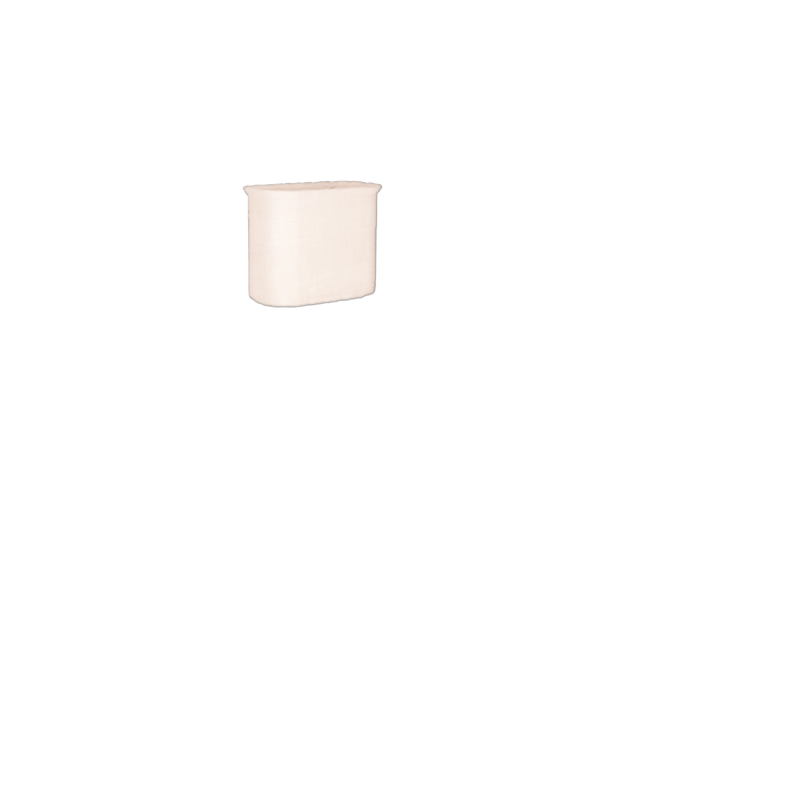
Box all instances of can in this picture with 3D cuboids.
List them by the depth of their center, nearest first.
[{"bbox_3d":[-0.064,-0.116,0.814,0.099,0.082,0.060,-9,14,-36],"label":"can"}]
